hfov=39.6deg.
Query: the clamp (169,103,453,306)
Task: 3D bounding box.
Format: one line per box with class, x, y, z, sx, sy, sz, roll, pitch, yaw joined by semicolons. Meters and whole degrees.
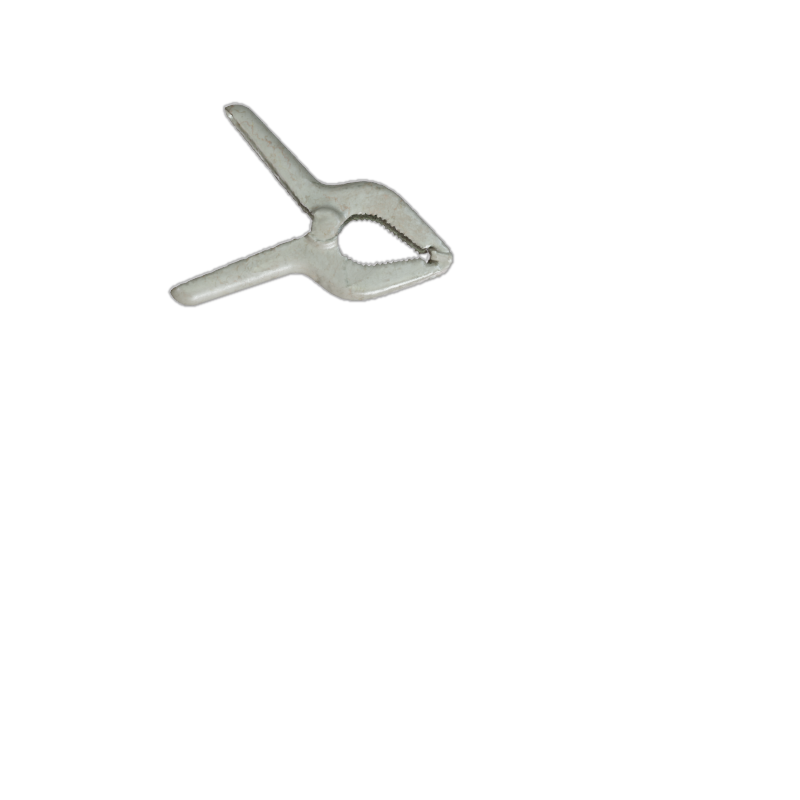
clamp;-0.067;-0.122;0.853;0.212;0.168;0.035;21;-11;4
